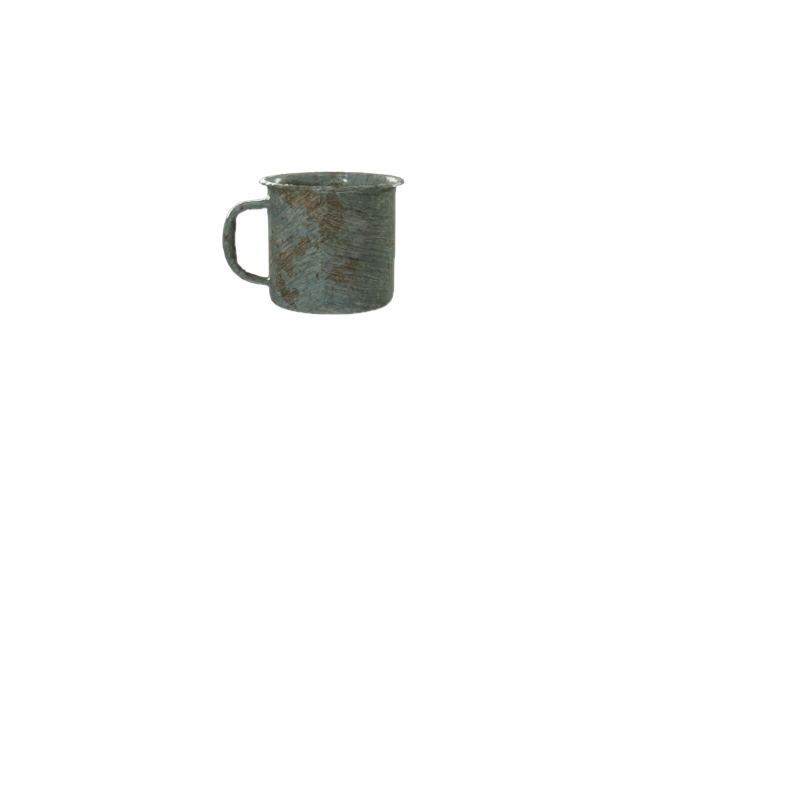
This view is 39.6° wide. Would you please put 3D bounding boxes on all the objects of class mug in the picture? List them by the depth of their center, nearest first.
[{"bbox_3d":[-0.056,-0.102,0.714,0.115,0.079,0.097,-3,14,-12],"label":"mug"}]
